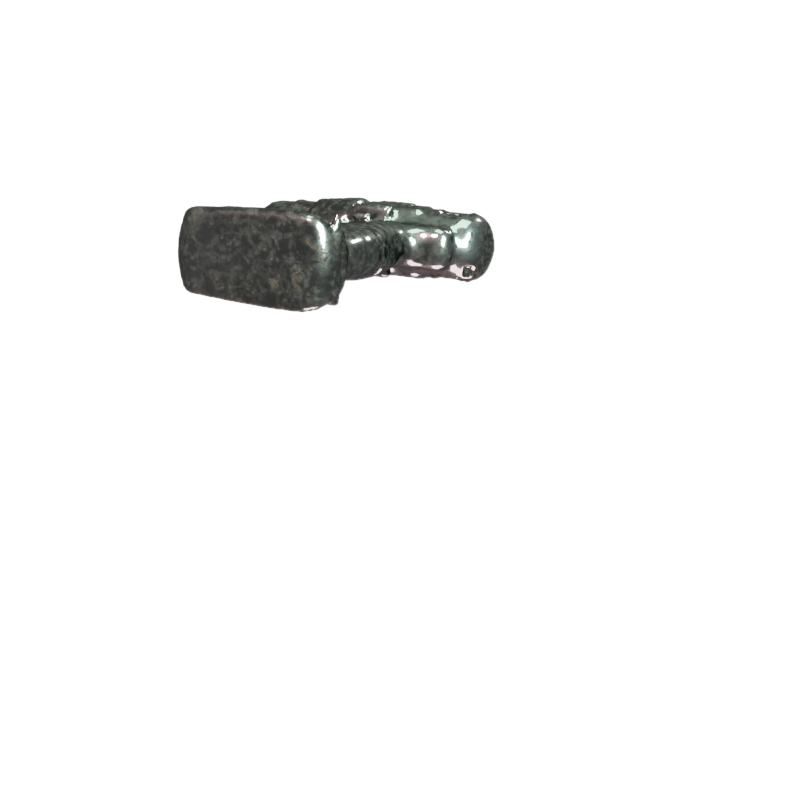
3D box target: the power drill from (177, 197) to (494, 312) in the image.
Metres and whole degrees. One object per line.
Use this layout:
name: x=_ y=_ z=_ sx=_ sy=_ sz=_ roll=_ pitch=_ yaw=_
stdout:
power drill: x=-0.056 y=-0.102 z=0.714 sx=0.192 sy=0.056 sz=0.184 roll=8 pitch=16 yaw=30
